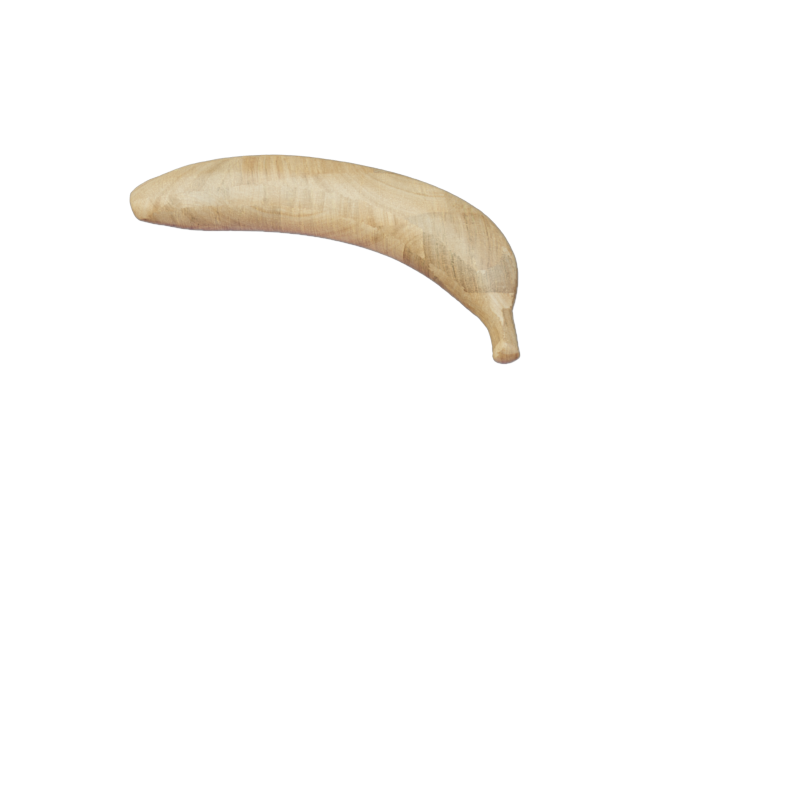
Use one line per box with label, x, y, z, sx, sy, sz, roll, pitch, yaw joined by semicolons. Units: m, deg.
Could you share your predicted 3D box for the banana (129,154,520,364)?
banana;-0.027;-0.080;0.503;0.206;0.034;0.071;21;46;22
